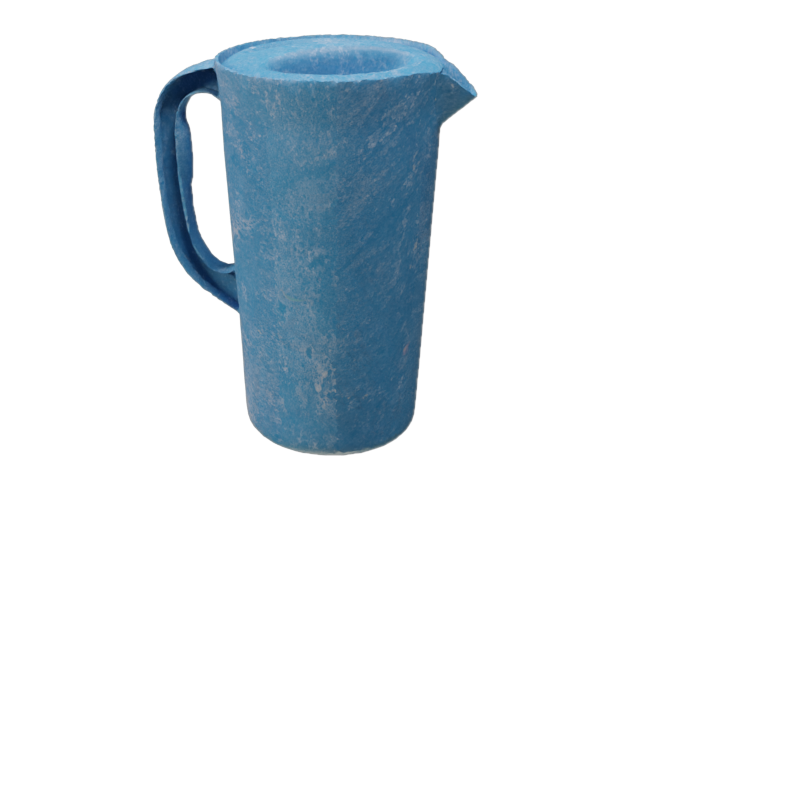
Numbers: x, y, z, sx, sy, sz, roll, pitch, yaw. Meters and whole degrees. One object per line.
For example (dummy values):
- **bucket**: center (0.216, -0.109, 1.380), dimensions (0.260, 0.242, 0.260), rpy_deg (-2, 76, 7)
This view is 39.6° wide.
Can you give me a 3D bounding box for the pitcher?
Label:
- **pitcher**: center (-0.053, -0.096, 0.673), dimensions (0.142, 0.231, 0.159), rpy_deg (-16, 29, -35)
